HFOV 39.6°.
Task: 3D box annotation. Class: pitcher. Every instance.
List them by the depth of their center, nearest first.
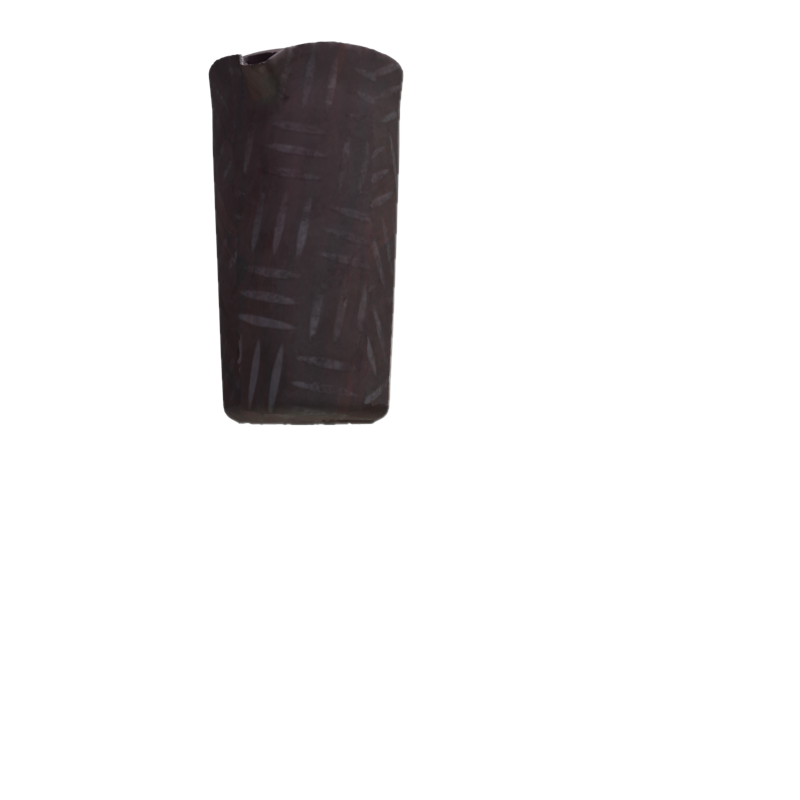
[{"bbox_3d":[-0.059,-0.107,0.748,0.144,0.249,0.147,3,-9,-26],"label":"pitcher"}]
